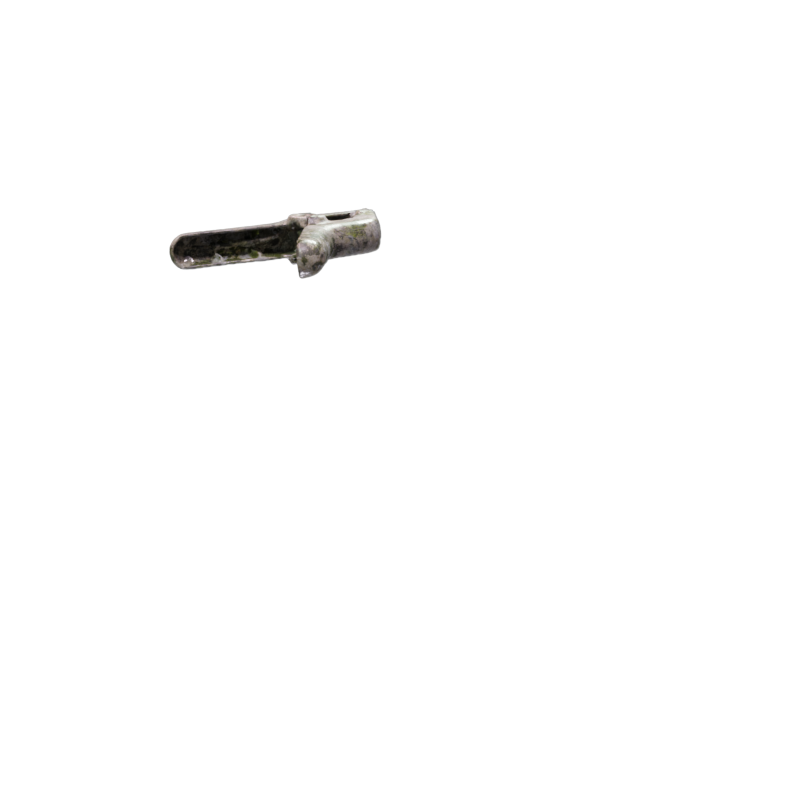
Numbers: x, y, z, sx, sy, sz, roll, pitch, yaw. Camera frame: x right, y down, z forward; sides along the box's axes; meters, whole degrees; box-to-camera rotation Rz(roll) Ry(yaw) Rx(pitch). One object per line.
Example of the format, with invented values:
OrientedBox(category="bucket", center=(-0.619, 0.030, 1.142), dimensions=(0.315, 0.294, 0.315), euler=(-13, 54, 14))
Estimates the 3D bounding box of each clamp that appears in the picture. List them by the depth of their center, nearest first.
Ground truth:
OrientedBox(category="clamp", center=(-0.060, -0.110, 0.770), dimensions=(0.127, 0.038, 0.169), euler=(17, 27, 39))
